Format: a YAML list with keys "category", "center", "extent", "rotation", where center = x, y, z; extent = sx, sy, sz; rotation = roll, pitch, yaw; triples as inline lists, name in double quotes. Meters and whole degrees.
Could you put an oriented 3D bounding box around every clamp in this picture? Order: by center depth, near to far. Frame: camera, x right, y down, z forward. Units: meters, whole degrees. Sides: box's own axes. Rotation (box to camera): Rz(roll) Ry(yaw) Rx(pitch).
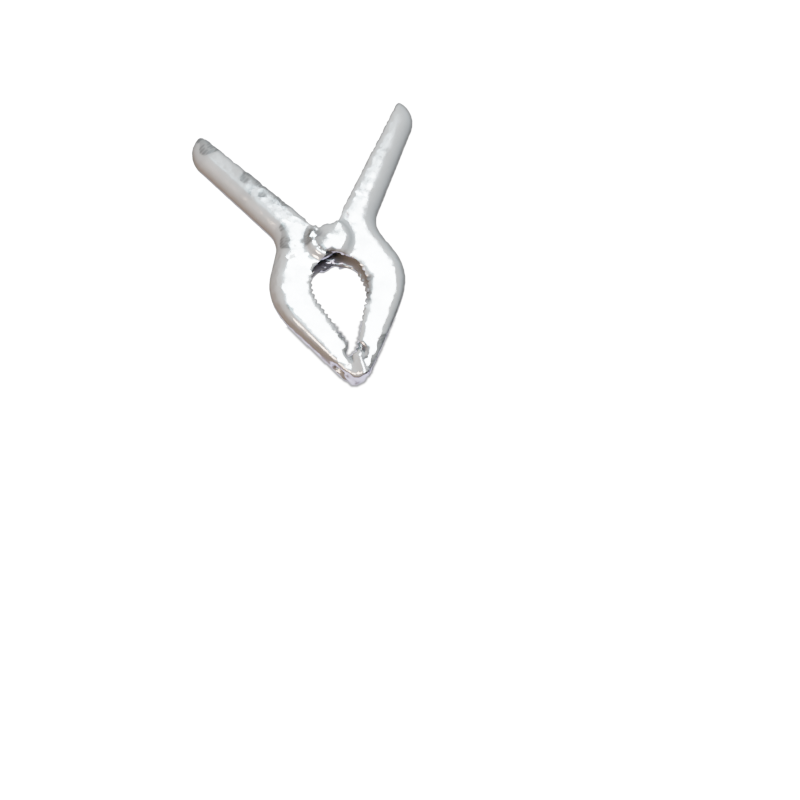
- category: "clamp"
  center: [-0.062, -0.113, 0.789]
  extent: [0.164, 0.221, 0.035]
  rotation: [-6, -22, -2]
